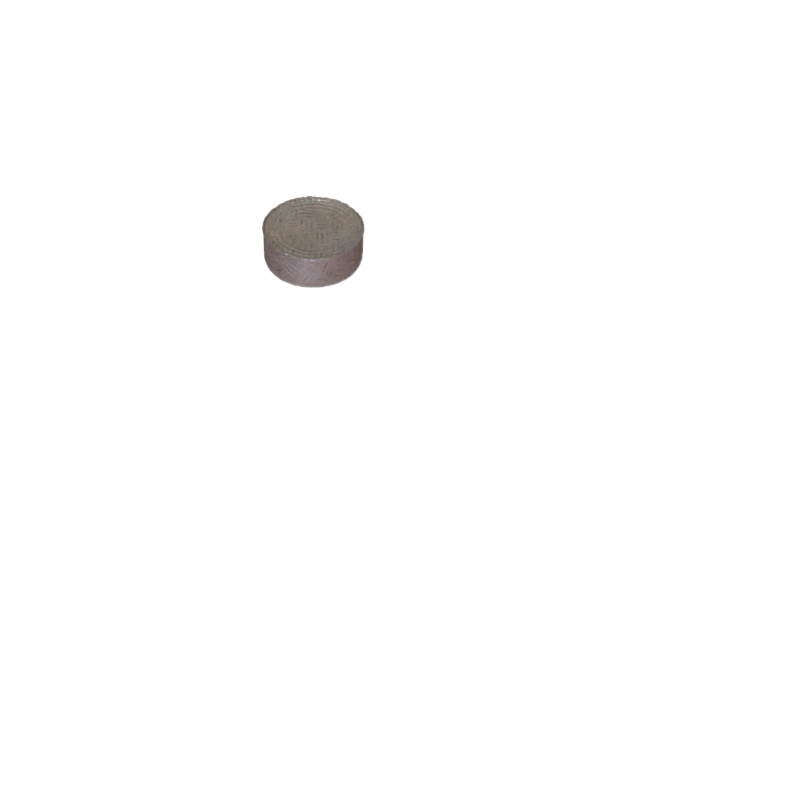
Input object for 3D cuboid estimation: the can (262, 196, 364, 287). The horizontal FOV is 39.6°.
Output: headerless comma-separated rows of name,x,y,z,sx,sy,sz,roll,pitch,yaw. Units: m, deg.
can,-0.073,-0.134,0.937,0.086,0.031,0.092,-1,43,-2
